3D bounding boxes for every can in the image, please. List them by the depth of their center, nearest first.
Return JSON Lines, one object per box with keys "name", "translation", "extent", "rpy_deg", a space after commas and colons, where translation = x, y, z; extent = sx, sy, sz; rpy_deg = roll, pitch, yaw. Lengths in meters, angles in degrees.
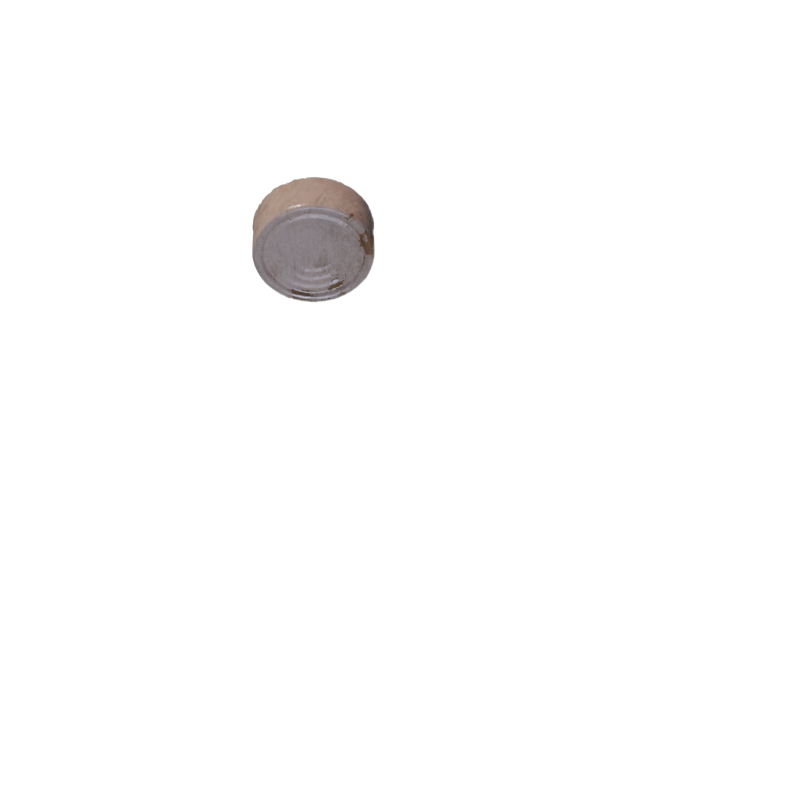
{"name": "can", "translation": [-0.060, -0.110, 0.768], "extent": [0.086, 0.080, 0.036], "rpy_deg": [1, 40, -1]}
